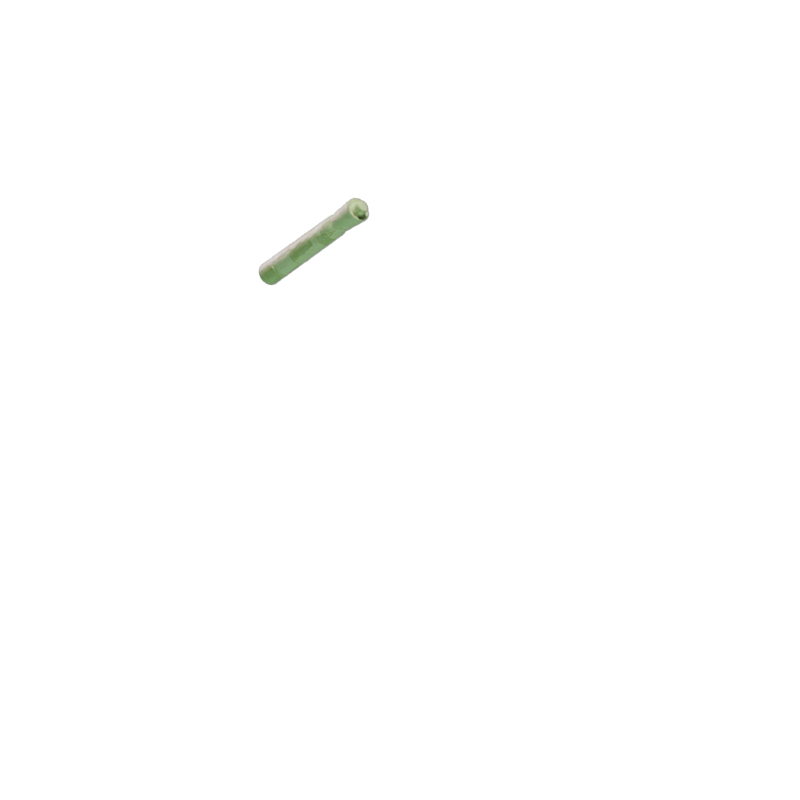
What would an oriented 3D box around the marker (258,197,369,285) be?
[{"bbox_3d":[-0.064,-0.117,0.820,0.019,0.021,0.120,-3,-17,-43],"label":"marker"}]
